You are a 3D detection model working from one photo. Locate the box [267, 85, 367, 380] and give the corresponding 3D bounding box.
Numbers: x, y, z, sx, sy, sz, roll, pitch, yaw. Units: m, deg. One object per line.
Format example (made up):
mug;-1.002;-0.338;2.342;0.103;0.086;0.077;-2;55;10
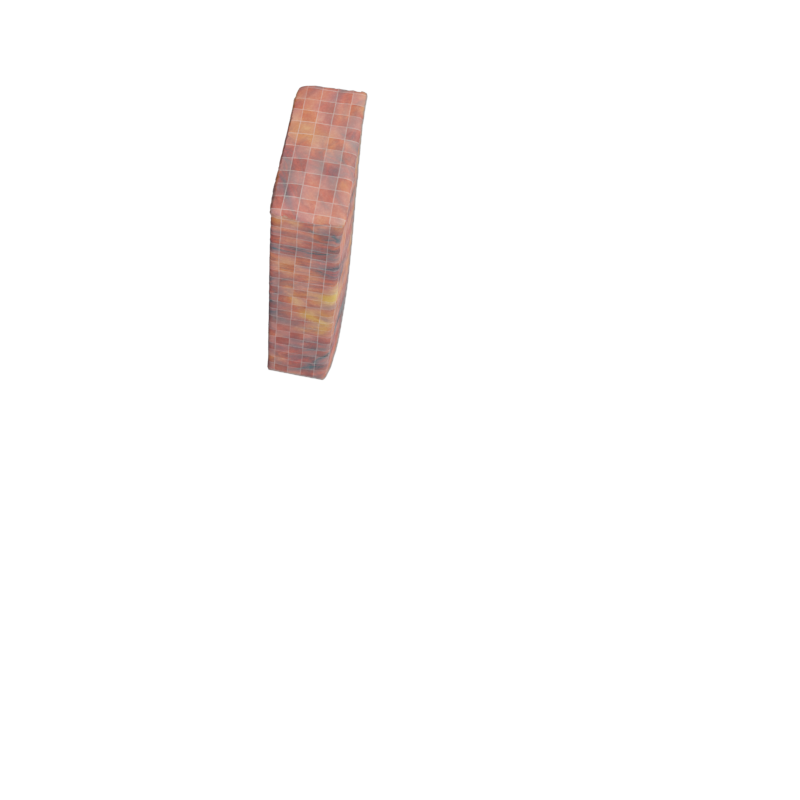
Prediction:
box;-0.052;-0.094;0.655;0.048;0.099;0.165;8;-30;0
